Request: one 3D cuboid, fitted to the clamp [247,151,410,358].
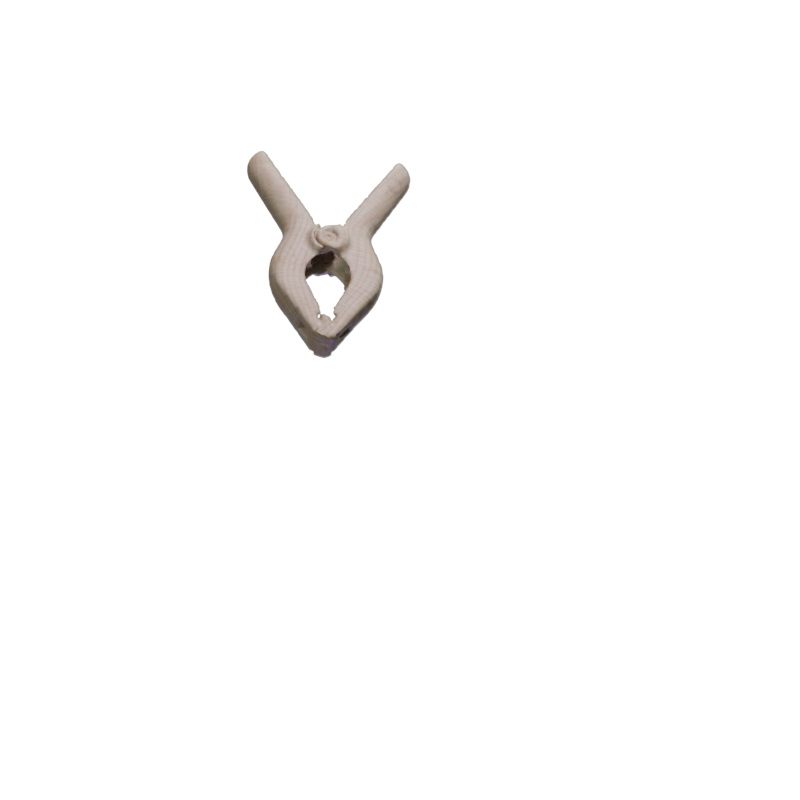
[{"bbox_3d":[-0.061,-0.112,0.785,0.121,0.182,0.037,7,-38,5],"label":"clamp"}]
